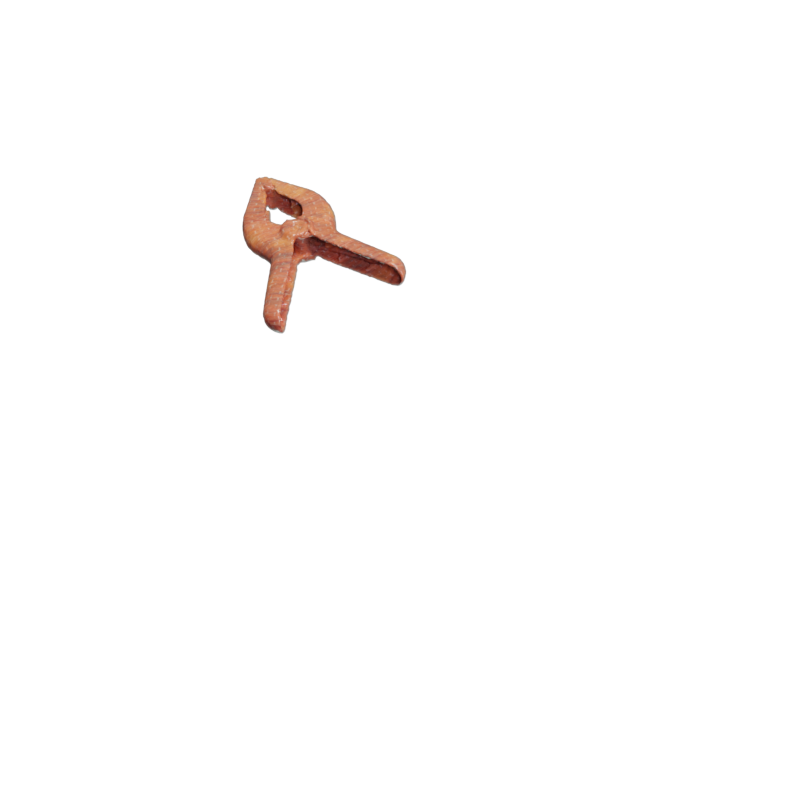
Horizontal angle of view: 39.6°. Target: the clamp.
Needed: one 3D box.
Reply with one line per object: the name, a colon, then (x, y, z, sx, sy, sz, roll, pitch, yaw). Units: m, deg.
clamp: (-0.072, -0.132, 0.922, 0.119, 0.186, 0.036, -13, -41, -12)
